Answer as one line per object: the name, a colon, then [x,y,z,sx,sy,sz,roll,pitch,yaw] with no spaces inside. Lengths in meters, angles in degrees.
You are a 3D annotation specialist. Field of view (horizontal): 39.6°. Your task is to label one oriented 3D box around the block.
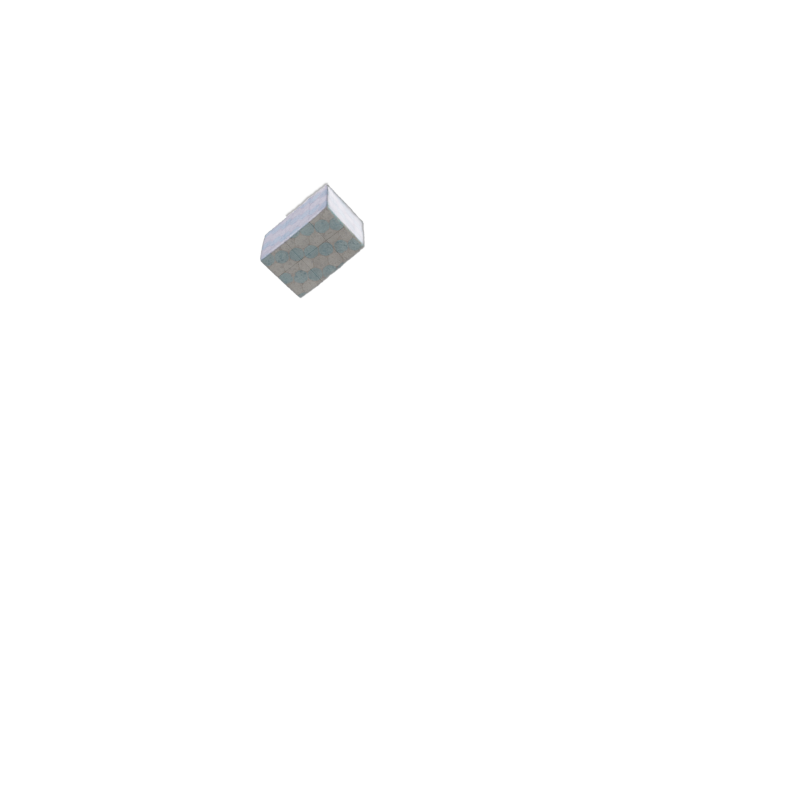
block: [-0.076,-0.138,0.969,0.077,0.050,0.054,-37,24,16]
